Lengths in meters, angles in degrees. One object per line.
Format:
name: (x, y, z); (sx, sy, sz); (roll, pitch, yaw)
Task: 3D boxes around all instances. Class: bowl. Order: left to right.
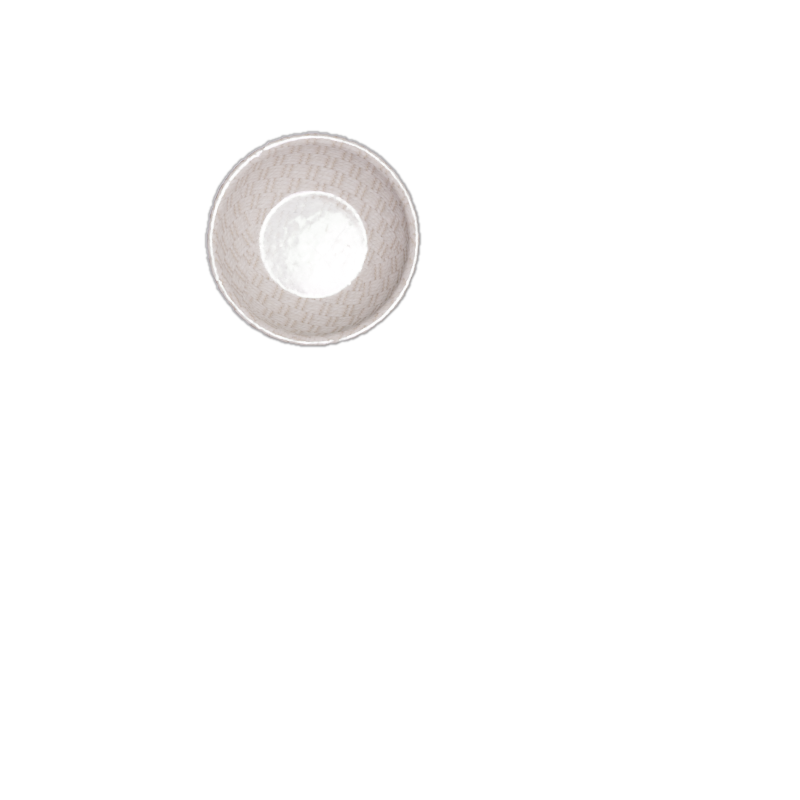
bowl: (-0.067, -0.123, 0.859); (0.162, 0.164, 0.054); (0, -4, 0)
